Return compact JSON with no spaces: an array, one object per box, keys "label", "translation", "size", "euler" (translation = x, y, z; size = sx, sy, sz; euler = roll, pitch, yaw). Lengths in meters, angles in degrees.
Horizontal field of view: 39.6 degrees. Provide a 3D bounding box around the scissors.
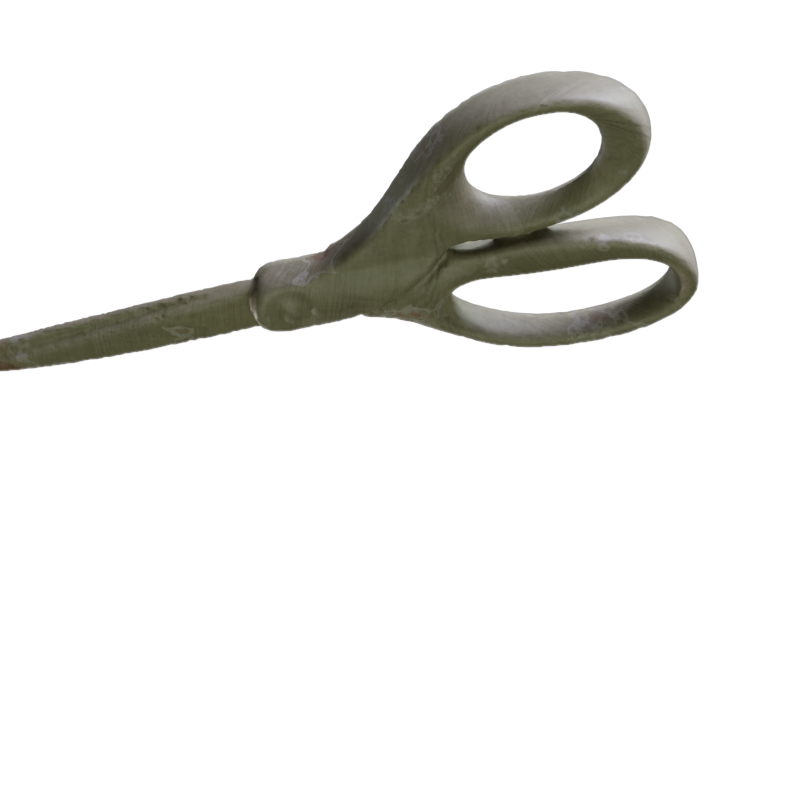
[{"label":"scissors","translation":[-0.022,-0.041,0.287],"size":[0.202,0.017,0.089],"euler":[-1,-42,1]}]
